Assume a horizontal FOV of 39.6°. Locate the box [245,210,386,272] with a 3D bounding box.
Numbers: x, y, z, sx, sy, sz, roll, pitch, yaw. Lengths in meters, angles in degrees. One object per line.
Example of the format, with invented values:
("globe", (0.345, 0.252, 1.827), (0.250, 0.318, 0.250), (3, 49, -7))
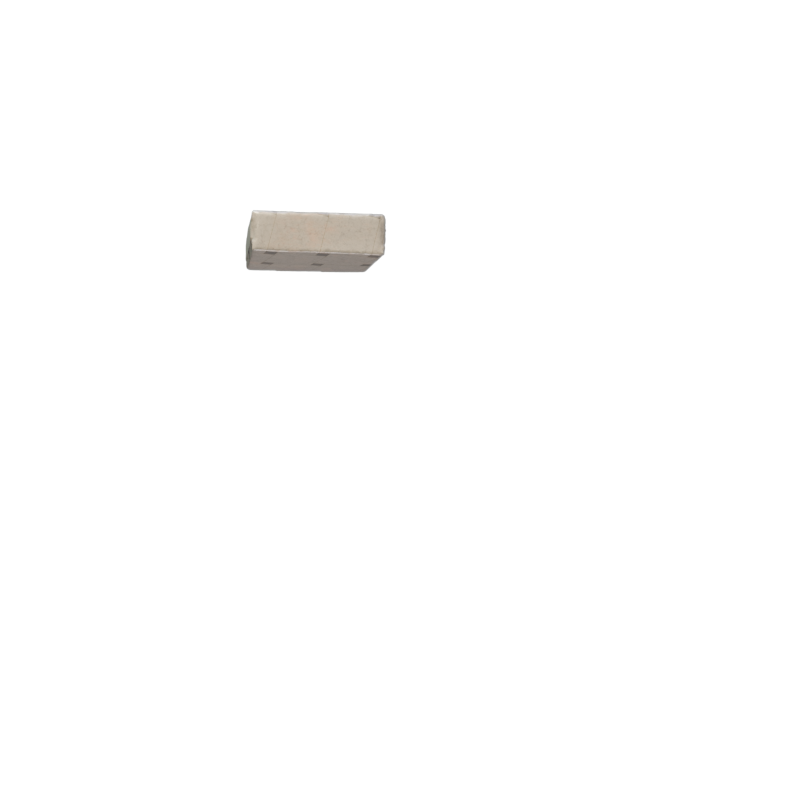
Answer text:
("box", (-0.059, -0.107, 0.751), (0.088, 0.031, 0.072), (0, -4, -8))
